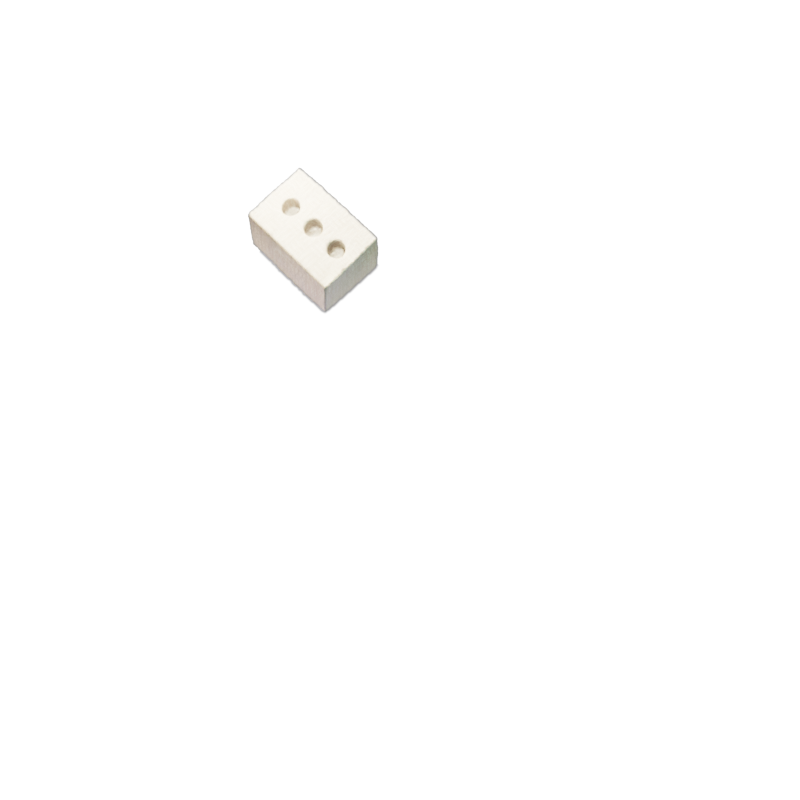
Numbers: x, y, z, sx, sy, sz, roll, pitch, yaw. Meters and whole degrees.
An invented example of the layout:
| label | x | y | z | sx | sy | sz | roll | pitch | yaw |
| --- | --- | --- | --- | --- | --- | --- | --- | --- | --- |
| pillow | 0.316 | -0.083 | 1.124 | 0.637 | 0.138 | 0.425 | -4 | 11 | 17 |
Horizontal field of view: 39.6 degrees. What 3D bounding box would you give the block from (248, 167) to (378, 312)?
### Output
| label | x | y | z | sx | sy | sz | roll | pitch | yaw |
| --- | --- | --- | --- | --- | --- | --- | --- | --- | --- |
| block | -0.060 | -0.110 | 0.771 | 0.081 | 0.053 | 0.049 | 43 | -15 | 13 |
